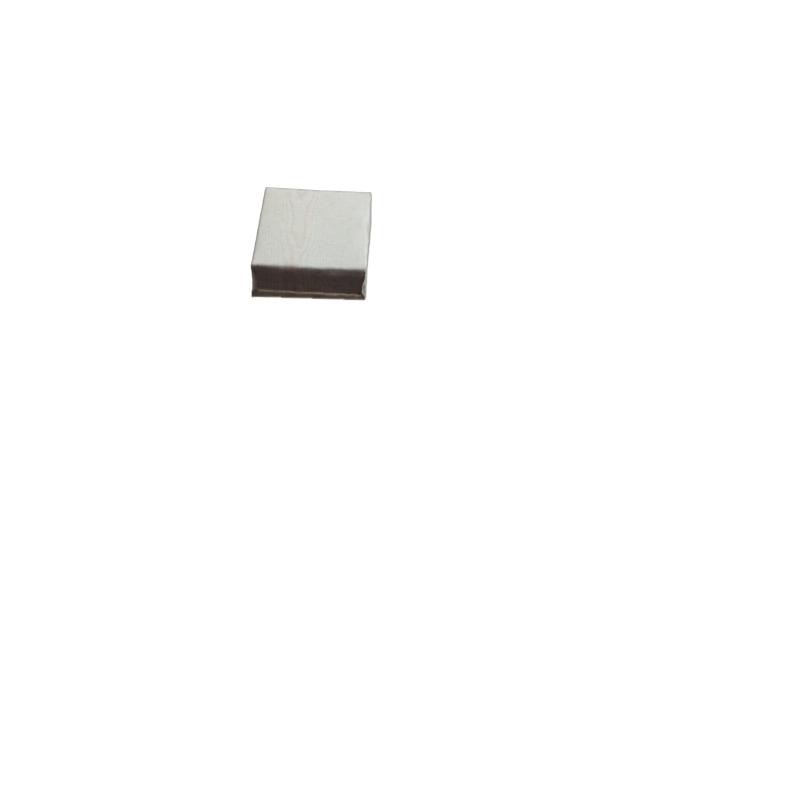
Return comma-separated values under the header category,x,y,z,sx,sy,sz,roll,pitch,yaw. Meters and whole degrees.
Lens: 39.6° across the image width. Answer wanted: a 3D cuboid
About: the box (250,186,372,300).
category,x,y,z,sx,sy,sz,roll,pitch,yaw
box,-0.056,-0.103,0.721,0.073,0.028,0.095,2,41,2
